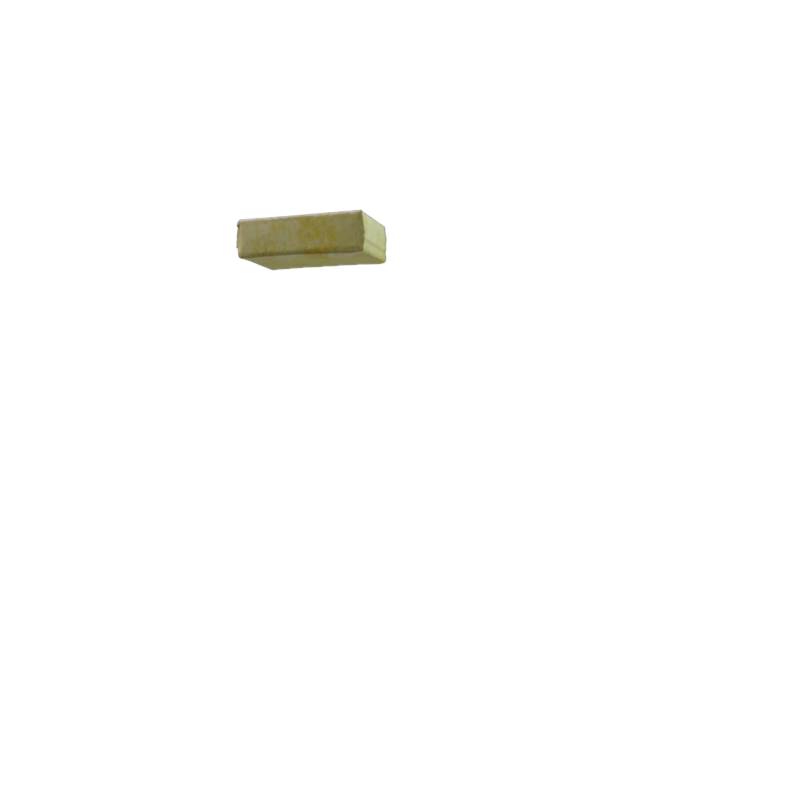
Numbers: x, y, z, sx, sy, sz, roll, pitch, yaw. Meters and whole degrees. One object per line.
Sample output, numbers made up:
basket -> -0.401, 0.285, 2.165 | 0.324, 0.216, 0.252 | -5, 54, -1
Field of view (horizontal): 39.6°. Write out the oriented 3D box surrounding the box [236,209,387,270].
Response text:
box -> -0.076, -0.138, 0.969 | 0.116, 0.039, 0.087 | 0, -1, 14
